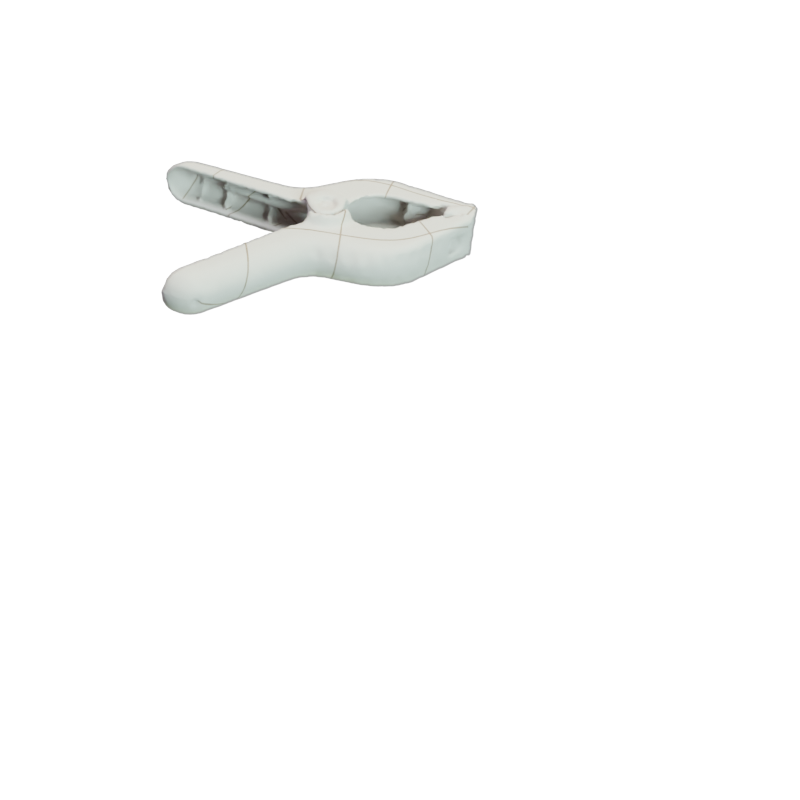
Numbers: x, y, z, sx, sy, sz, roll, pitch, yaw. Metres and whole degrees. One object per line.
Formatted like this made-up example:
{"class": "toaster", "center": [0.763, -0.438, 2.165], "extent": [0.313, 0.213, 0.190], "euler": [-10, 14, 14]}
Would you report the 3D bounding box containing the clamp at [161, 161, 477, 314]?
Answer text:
{"class": "clamp", "center": [-0.045, -0.082, 0.577], "extent": [0.172, 0.036, 0.128], "euler": [2, 45, 2]}
